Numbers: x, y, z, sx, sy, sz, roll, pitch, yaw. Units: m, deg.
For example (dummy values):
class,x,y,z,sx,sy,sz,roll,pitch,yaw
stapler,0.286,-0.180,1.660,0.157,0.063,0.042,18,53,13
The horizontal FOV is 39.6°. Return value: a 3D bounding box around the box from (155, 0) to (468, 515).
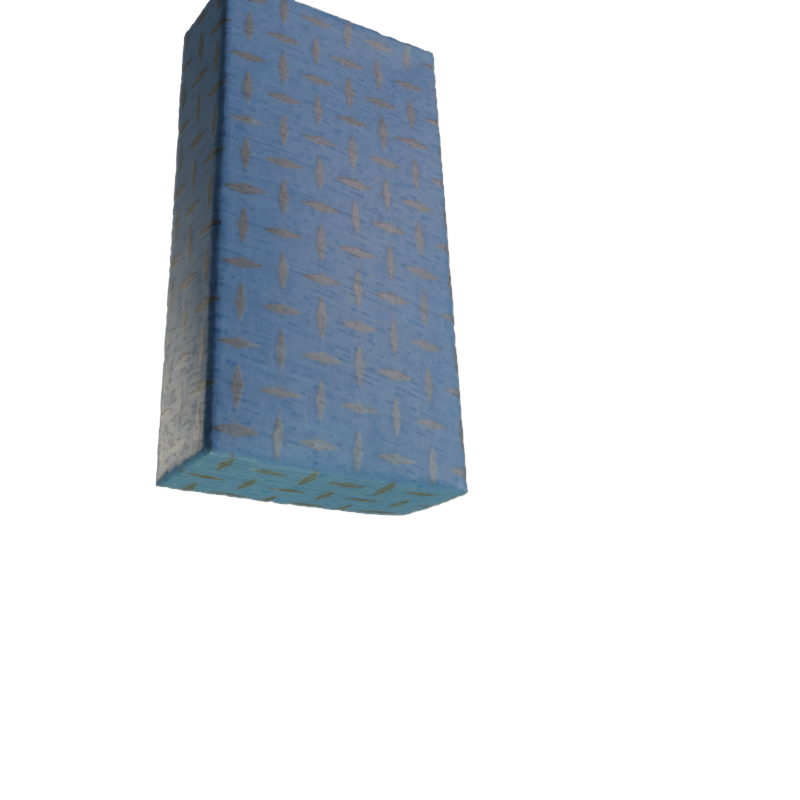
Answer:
class,x,y,z,sx,sy,sz,roll,pitch,yaw
box,-0.030,-0.055,0.382,0.089,0.186,0.047,12,-28,-28
